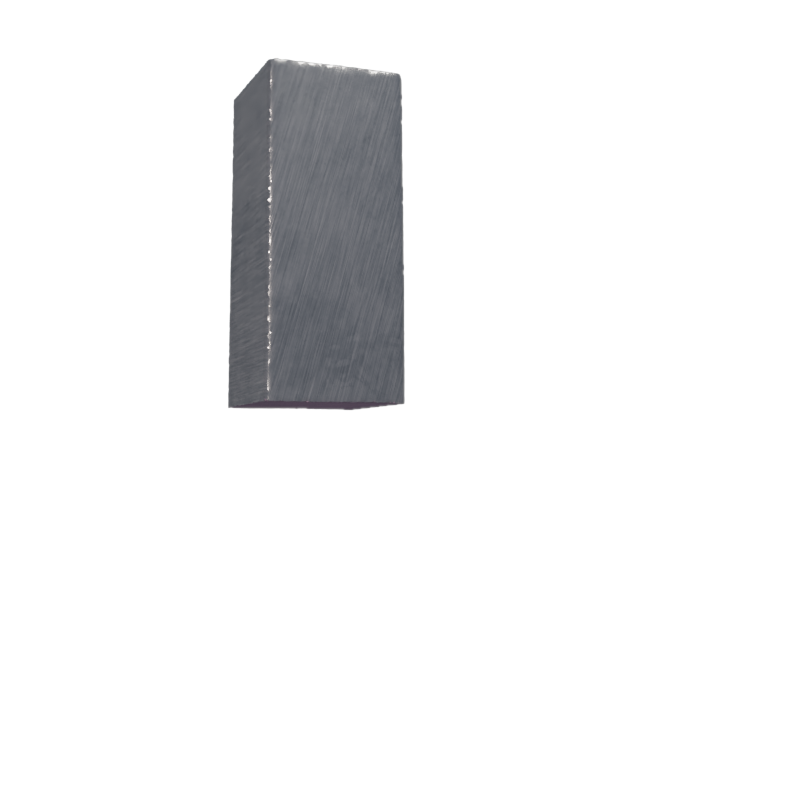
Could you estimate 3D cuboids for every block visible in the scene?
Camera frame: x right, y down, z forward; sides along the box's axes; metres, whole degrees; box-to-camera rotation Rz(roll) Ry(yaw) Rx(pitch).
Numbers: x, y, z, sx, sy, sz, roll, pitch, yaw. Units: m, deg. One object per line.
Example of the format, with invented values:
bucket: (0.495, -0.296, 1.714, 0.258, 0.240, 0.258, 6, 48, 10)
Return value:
block: (-0.054, -0.100, 0.703, 0.088, 0.212, 0.091, 3, -10, -21)
